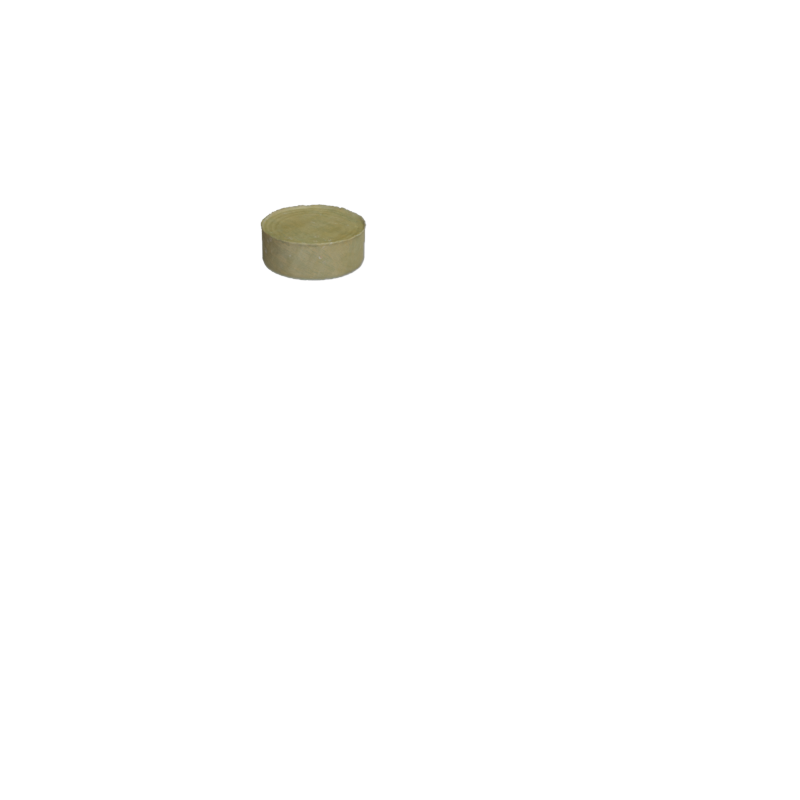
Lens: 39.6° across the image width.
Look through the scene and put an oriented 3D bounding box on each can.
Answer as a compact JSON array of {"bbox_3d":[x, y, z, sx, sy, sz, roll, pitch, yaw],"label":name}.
[{"bbox_3d":[-0.071,-0.130,0.908,0.086,0.032,0.091,-1,29,-2],"label":"can"}]
